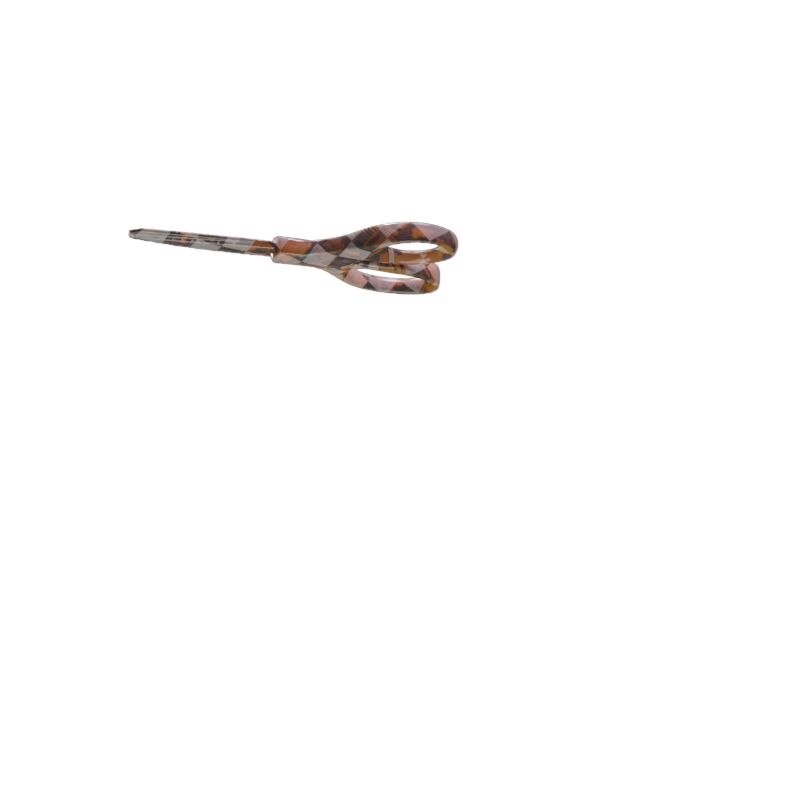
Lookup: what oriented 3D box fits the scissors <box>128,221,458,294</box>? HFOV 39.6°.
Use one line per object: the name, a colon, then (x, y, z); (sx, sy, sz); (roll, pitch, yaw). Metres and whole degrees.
scissors: (-0.052, -0.096, 0.669); (0.193, 0.017, 0.096); (10, -21, -29)
